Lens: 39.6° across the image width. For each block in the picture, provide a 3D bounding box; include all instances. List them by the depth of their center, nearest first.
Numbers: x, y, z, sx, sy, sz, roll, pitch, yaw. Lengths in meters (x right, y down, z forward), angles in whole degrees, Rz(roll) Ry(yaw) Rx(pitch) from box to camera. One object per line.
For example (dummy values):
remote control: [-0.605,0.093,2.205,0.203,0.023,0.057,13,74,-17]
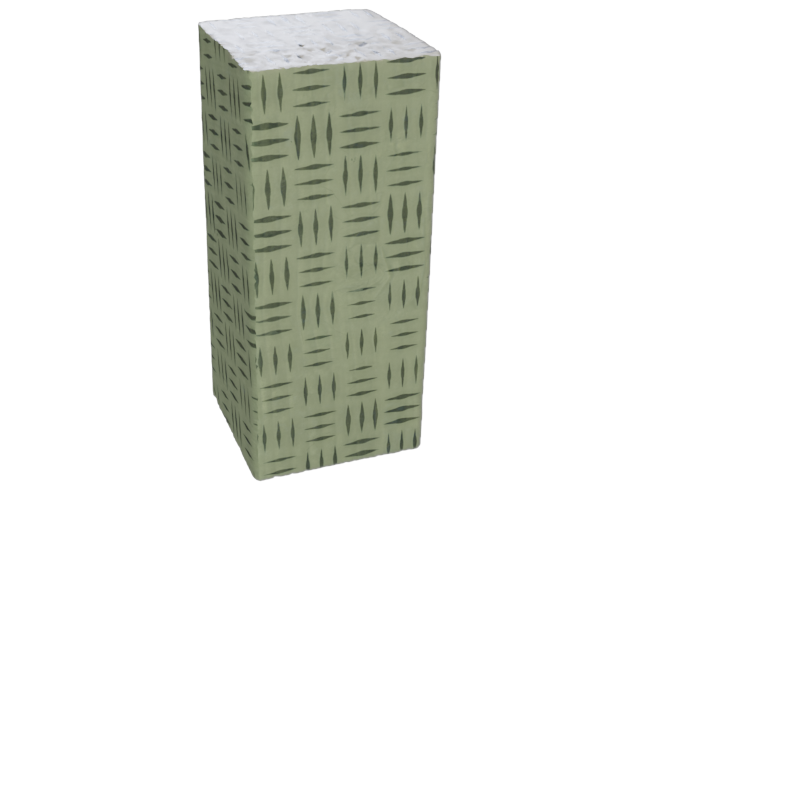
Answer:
block: [-0.043,-0.078,0.545,0.089,0.195,0.097,-9,30,-20]
